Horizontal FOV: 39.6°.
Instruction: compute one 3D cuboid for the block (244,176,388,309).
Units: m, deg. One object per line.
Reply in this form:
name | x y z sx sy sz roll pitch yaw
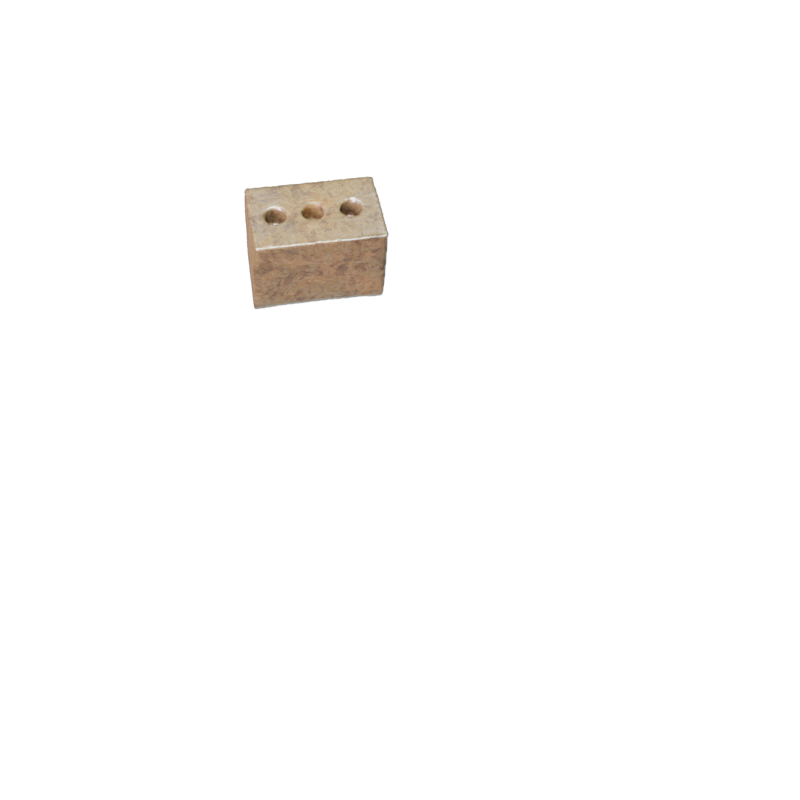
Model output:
block | -0.051 -0.093 0.648 0.077 0.057 0.048 -7 -39 -7
